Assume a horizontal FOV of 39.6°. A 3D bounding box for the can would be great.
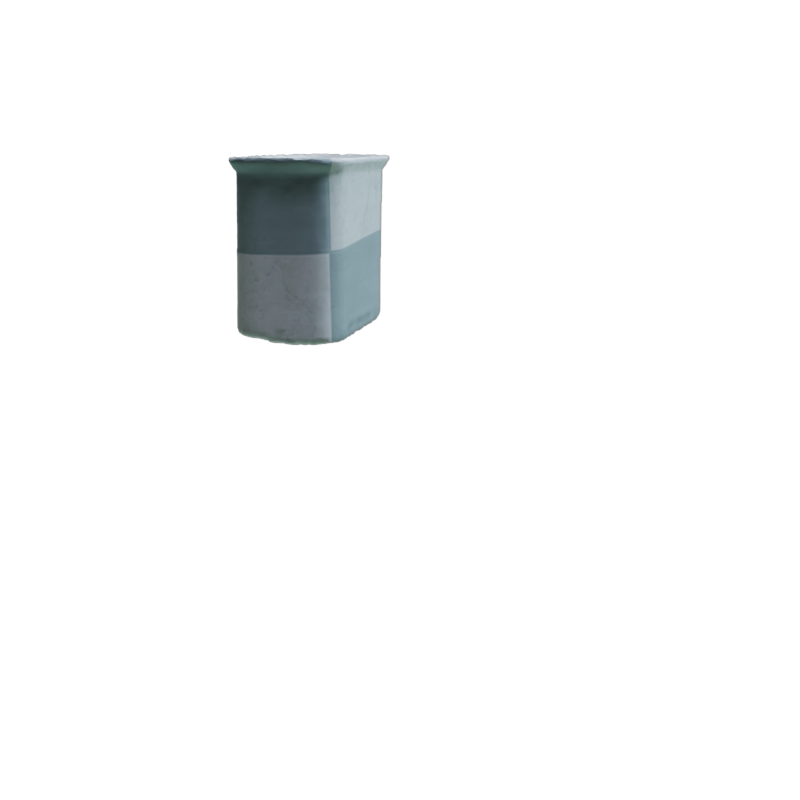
[{"bbox_3d":[-0.042,-0.077,0.537,0.059,0.082,0.102,3,11,15],"label":"can"}]
